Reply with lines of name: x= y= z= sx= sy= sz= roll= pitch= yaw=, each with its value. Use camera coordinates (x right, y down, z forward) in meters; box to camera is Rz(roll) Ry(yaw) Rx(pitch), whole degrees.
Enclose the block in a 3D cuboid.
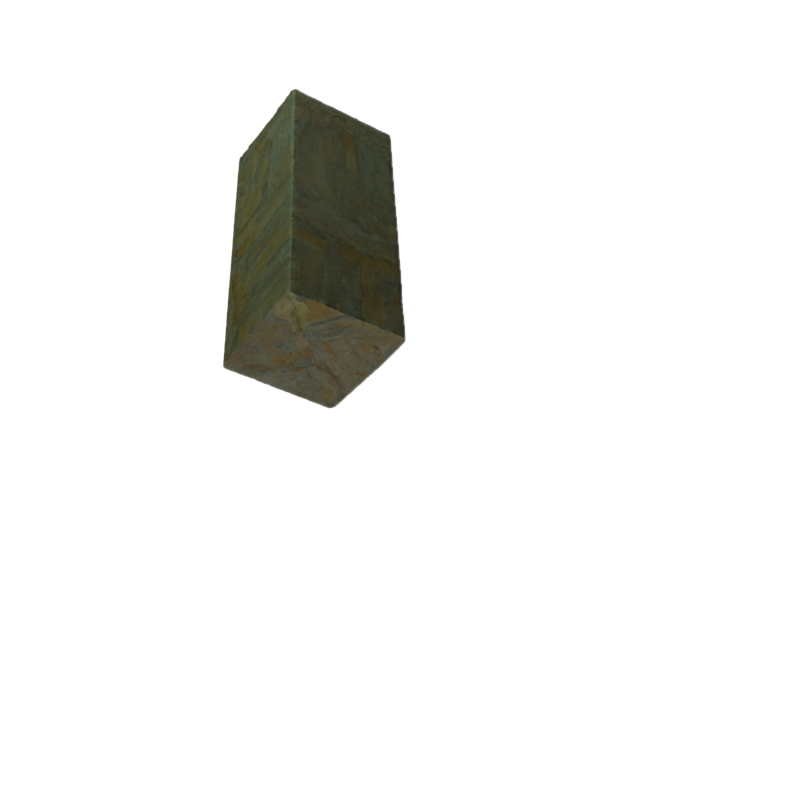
block: x=-0.062 y=-0.112 z=0.789 sx=0.086 sy=0.221 sz=0.088 roll=22 pitch=-47 yaw=-26
